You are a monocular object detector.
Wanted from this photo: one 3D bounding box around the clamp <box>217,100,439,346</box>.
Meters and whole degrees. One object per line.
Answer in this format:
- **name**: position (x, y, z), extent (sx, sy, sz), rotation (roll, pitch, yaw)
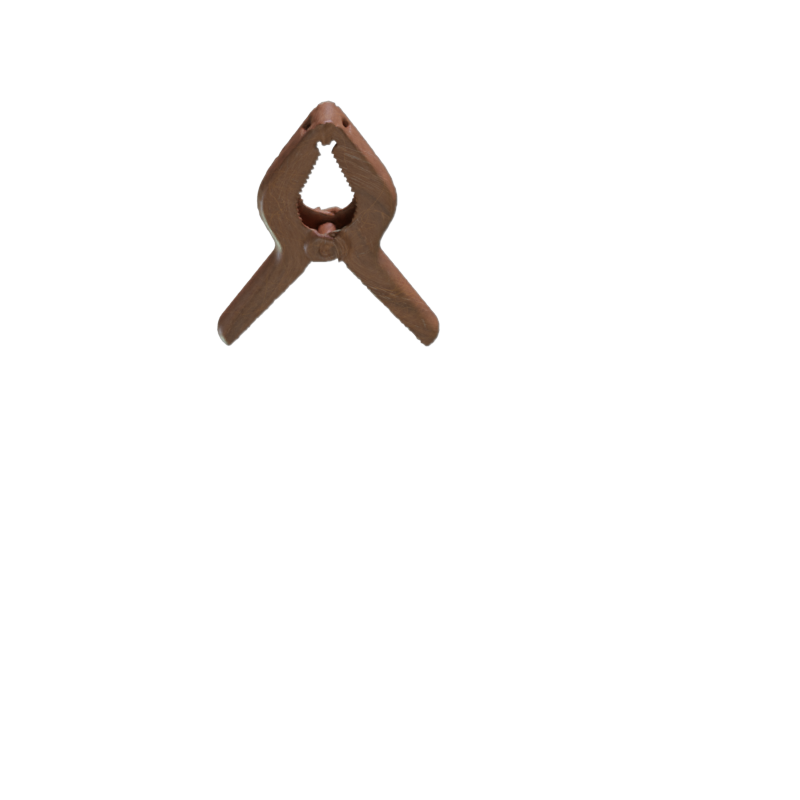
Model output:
- **clamp**: position (-0.061, -0.111, 0.775), extent (0.165, 0.195, 0.039), rotation (-5, 42, 4)
